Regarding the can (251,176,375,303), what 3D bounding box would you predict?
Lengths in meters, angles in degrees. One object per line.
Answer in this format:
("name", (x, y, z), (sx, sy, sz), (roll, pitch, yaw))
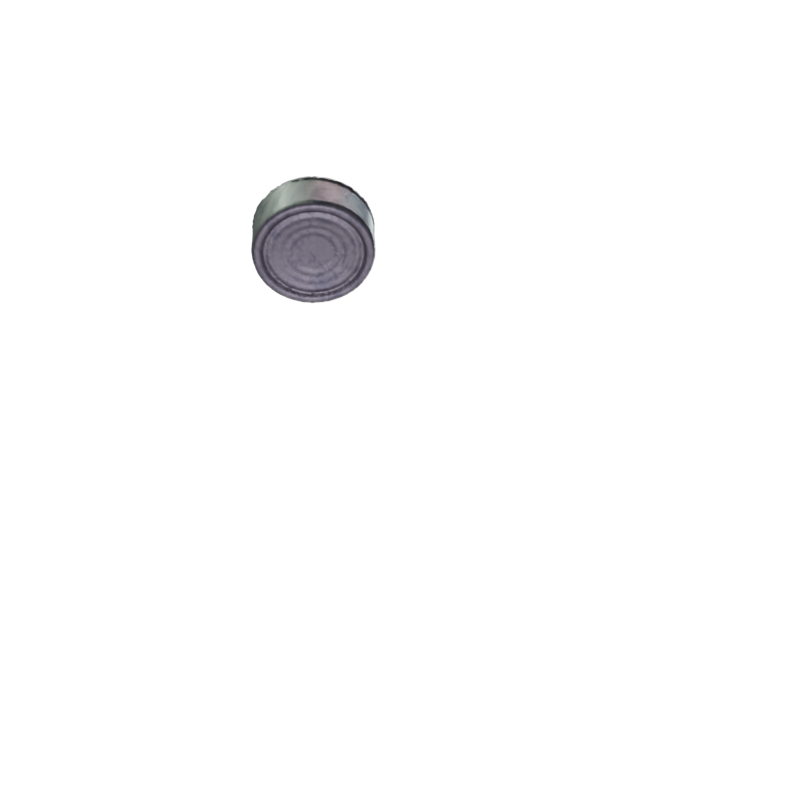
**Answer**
("can", (-0.060, -0.109, 0.763), (0.086, 0.080, 0.036), (1, 38, -1))
